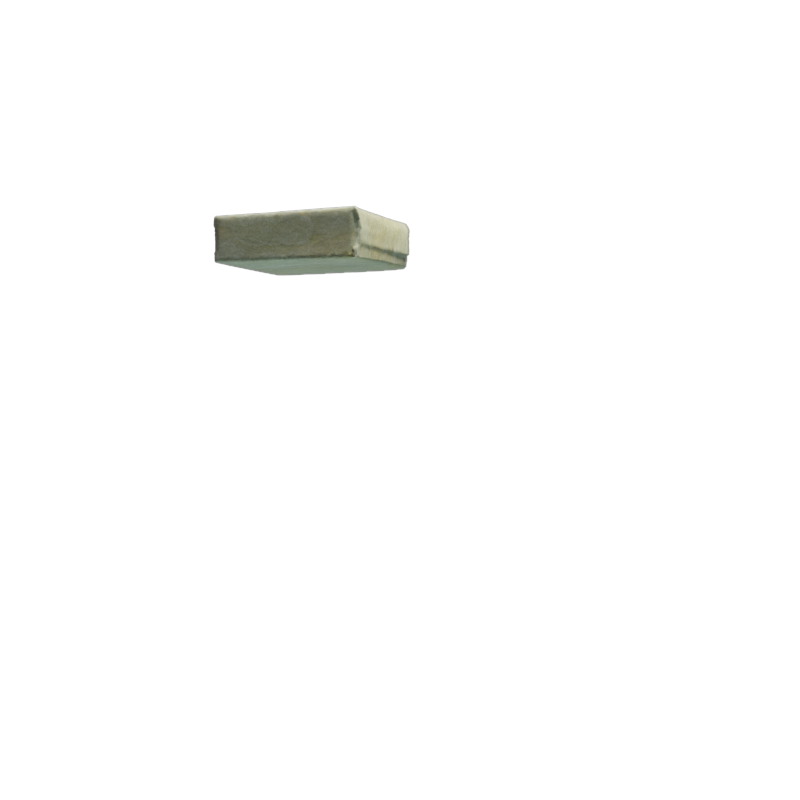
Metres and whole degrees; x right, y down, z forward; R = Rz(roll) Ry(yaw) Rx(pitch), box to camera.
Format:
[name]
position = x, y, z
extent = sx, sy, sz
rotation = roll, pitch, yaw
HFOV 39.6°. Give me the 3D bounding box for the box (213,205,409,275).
[box]
position = -0.049, -0.089, 0.625
extent = 0.092, 0.030, 0.070
rotation = 0, 0, 25
